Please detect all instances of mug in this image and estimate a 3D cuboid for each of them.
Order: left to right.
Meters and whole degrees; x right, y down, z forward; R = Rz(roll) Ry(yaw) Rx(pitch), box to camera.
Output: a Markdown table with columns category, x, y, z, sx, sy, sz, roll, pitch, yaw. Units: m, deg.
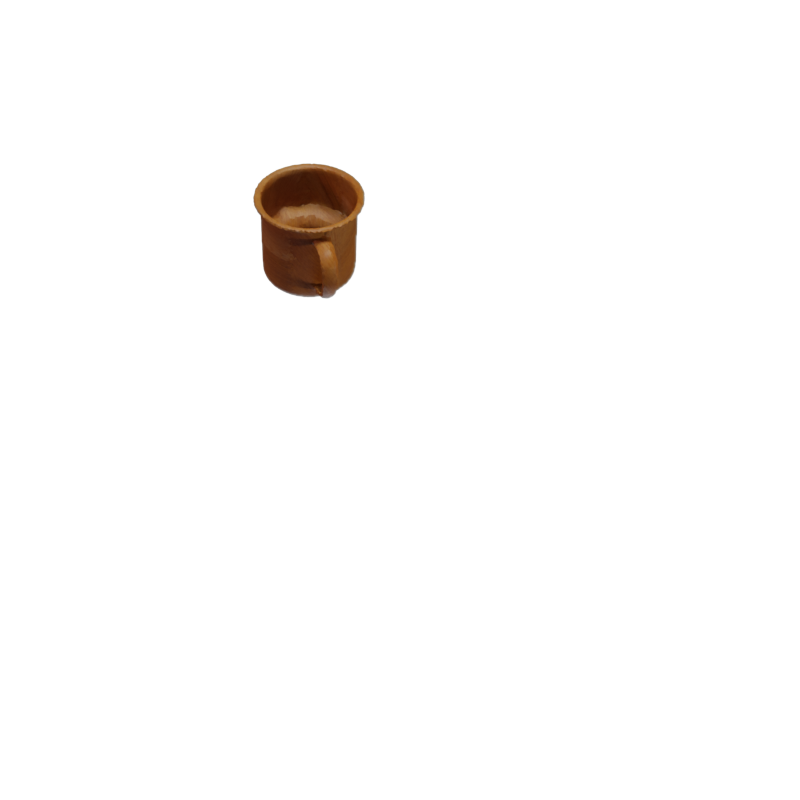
| category | x | y | z | sx | sy | sz | roll | pitch | yaw |
| --- | --- | --- | --- | --- | --- | --- | --- | --- | --- |
| mug | -0.074 | -0.134 | 0.940 | 0.092 | 0.076 | 0.127 | -13 | 46 | -15 |
